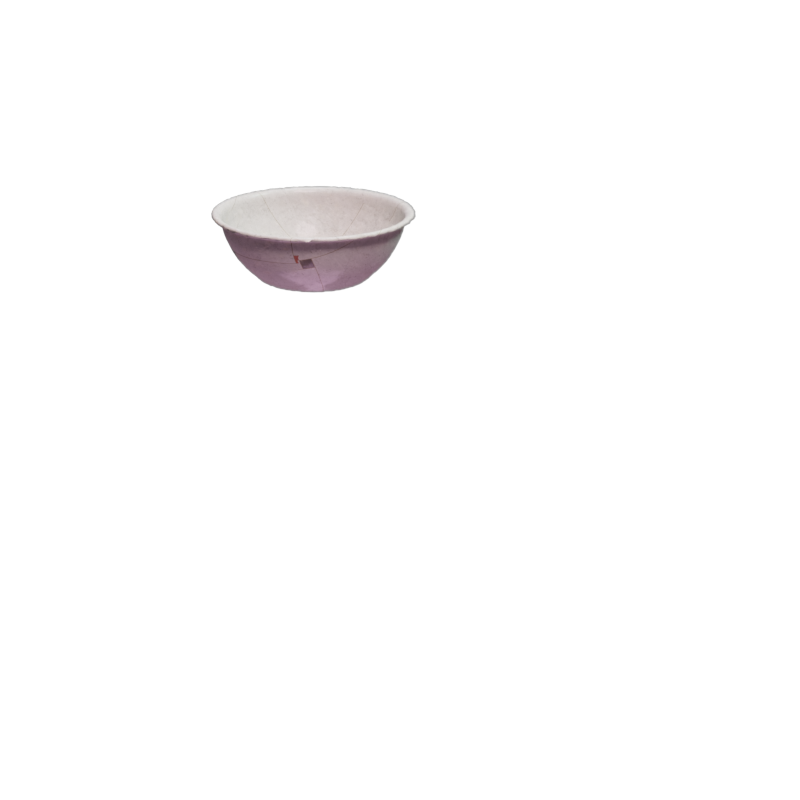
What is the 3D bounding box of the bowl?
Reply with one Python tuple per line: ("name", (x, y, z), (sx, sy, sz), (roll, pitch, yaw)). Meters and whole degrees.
("bowl", (-0.069, -0.126, 0.886), (0.162, 0.053, 0.170), (-1, 24, -2))
